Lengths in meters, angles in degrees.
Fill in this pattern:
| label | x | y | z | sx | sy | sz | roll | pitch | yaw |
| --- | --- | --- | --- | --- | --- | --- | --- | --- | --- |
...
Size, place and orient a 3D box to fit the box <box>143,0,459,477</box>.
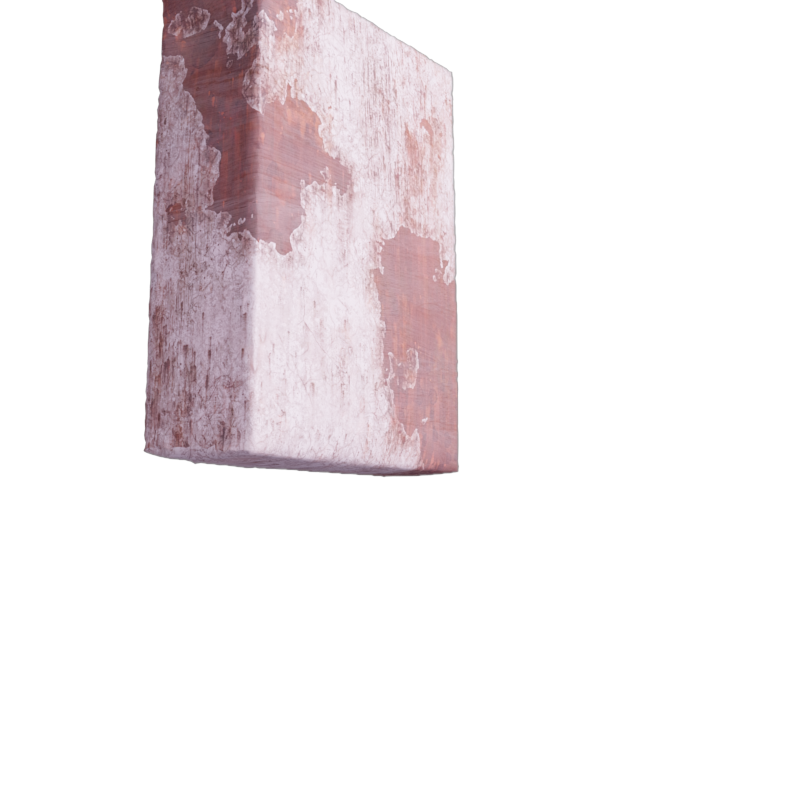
| label | x | y | z | sx | sy | sz | roll | pitch | yaw |
| --- | --- | --- | --- | --- | --- | --- | --- | --- | --- |
| box | -0.041 | -0.075 | 0.528 | 0.073 | 0.221 | 0.155 | -10 | -15 | 34 |
